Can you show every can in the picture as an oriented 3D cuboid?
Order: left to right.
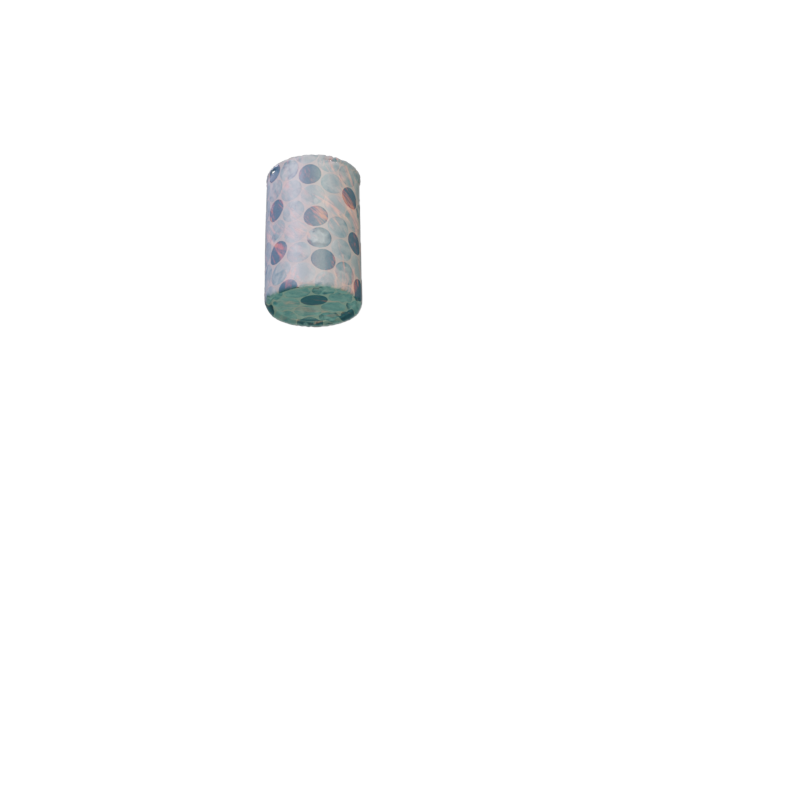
[{"bbox_3d":[-0.060,-0.110,0.773,0.068,0.108,0.065,0,-27,-2],"label":"can"}]
